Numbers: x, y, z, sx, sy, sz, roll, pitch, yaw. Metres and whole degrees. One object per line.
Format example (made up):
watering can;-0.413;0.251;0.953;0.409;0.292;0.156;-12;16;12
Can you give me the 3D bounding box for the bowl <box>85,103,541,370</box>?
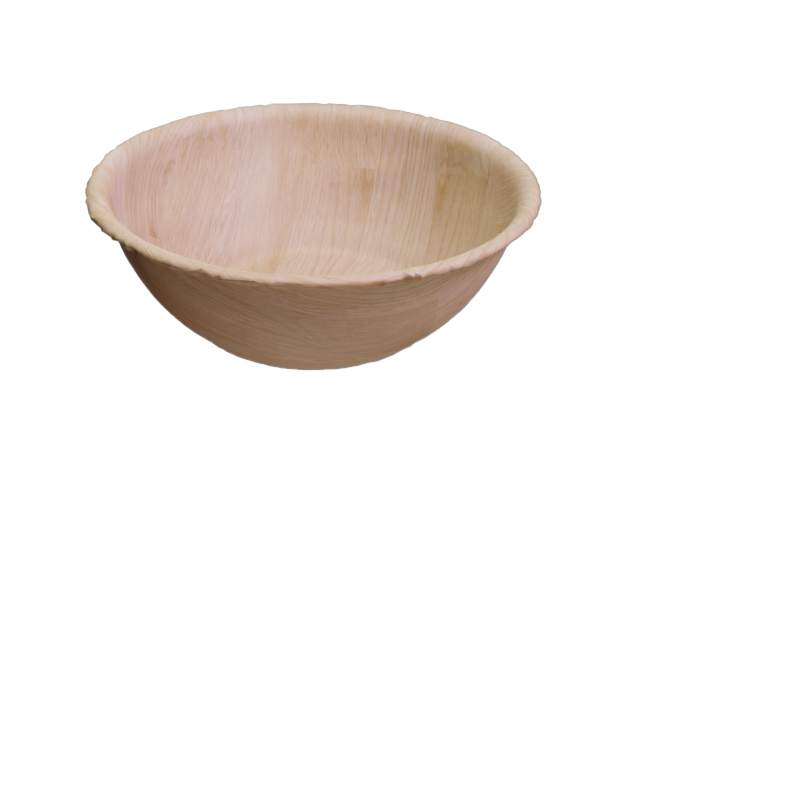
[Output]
bowl;-0.032;-0.058;0.408;0.162;0.052;0.172;-1;32;-2
